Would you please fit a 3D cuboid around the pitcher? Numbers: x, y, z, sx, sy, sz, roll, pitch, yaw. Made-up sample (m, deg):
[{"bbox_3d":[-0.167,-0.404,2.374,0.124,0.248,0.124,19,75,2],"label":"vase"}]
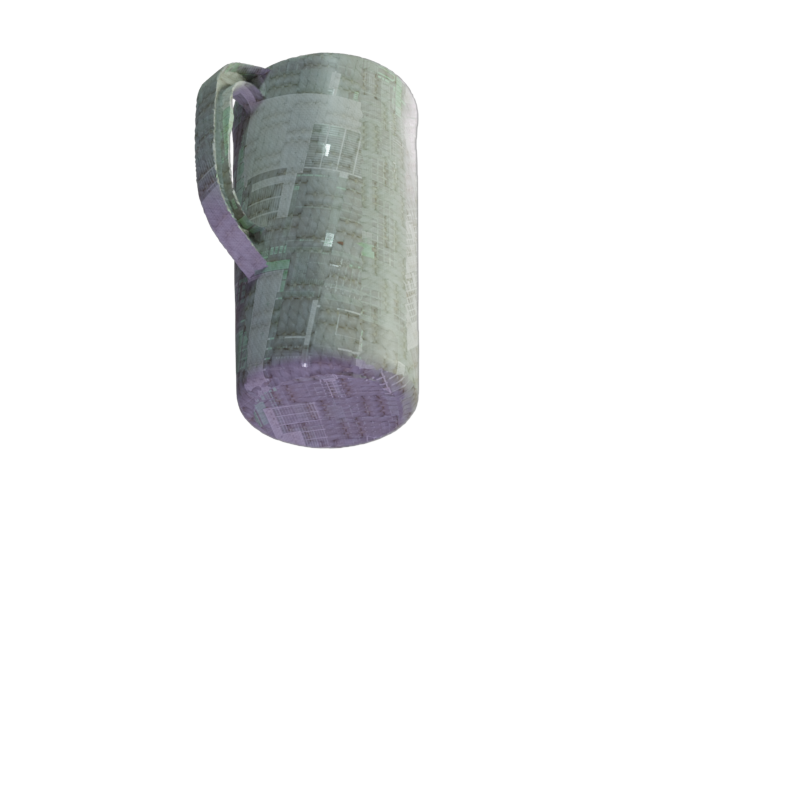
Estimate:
[{"bbox_3d":[-0.056,-0.102,0.714,0.149,0.260,0.135,-1,-35,-2],"label":"pitcher"}]
